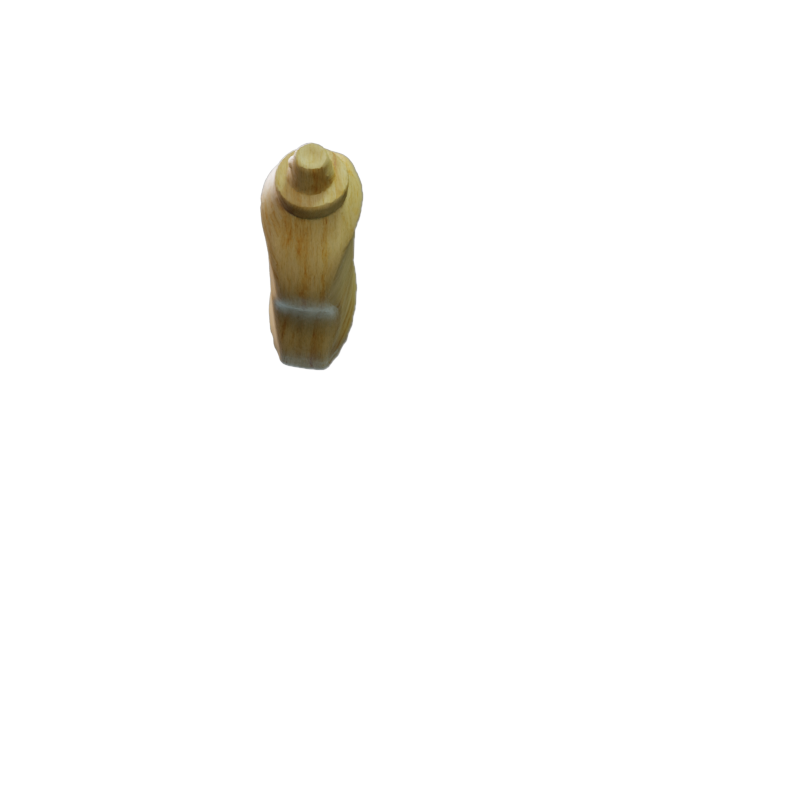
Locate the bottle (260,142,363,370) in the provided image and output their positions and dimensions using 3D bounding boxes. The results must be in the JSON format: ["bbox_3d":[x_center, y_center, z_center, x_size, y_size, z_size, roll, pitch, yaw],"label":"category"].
[{"bbox_3d":[-0.053,-0.095,0.668,0.058,0.101,0.182,9,-23,0],"label":"bottle"}]
